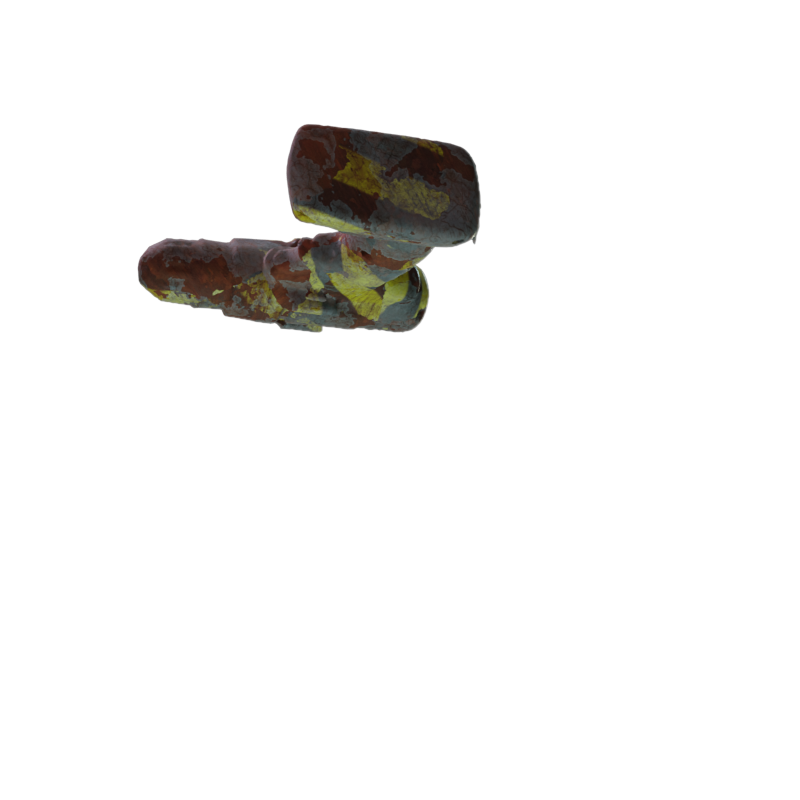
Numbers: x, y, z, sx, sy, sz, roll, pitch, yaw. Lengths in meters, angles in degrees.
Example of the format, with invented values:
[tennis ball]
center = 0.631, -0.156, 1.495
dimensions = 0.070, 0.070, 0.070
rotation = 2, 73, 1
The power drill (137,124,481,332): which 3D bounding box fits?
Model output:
[power drill]
center = -0.050, -0.091, 0.637
dimensions = 0.180, 0.060, 0.184
rotation = 4, -15, -17
